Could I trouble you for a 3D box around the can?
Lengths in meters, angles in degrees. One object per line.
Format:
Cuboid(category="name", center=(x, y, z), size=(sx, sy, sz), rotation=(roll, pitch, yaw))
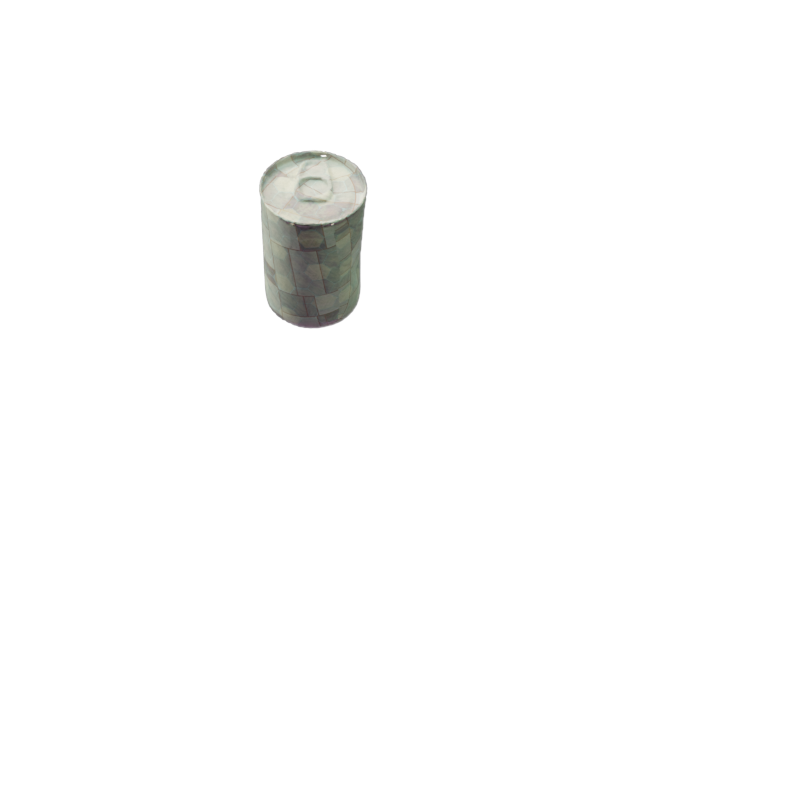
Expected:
Cuboid(category="can", center=(-0.057, -0.104, 0.730), size=(0.068, 0.074, 0.095), rotation=(0, -39, -3))
